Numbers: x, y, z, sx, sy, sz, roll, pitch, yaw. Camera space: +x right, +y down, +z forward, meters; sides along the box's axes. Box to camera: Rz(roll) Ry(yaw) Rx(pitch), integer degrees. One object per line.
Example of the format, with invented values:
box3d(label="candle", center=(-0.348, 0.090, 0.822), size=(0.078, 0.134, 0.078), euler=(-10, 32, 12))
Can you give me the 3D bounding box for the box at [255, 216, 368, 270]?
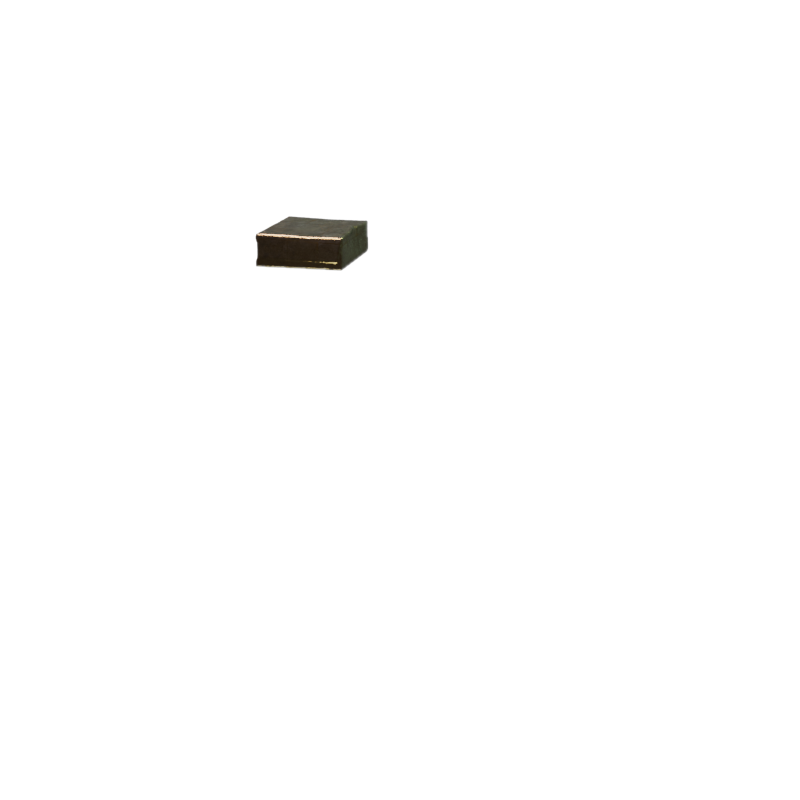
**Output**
box3d(label="box", center=(-0.072, -0.132, 0.924), size=(0.075, 0.029, 0.090), euler=(5, 18, 14))
